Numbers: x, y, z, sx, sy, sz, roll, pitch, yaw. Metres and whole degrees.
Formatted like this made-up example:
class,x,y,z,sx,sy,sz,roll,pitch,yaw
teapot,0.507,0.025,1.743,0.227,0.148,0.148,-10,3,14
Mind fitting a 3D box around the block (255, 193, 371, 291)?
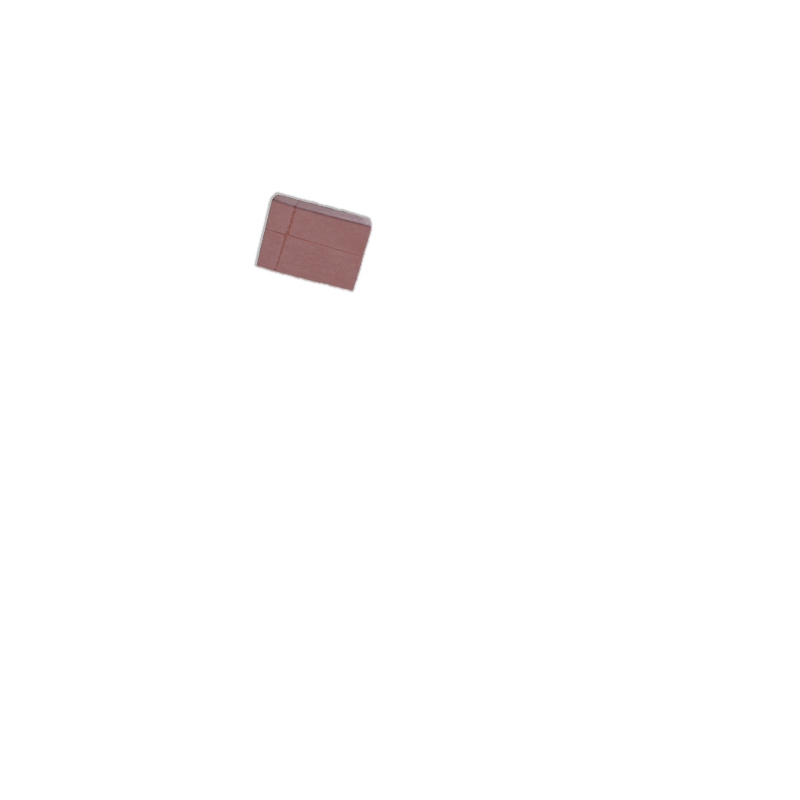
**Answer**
class,x,y,z,sx,sy,sz,roll,pitch,yaw
block,-0.066,-0.120,0.838,0.077,0.052,0.053,15,12,-4
